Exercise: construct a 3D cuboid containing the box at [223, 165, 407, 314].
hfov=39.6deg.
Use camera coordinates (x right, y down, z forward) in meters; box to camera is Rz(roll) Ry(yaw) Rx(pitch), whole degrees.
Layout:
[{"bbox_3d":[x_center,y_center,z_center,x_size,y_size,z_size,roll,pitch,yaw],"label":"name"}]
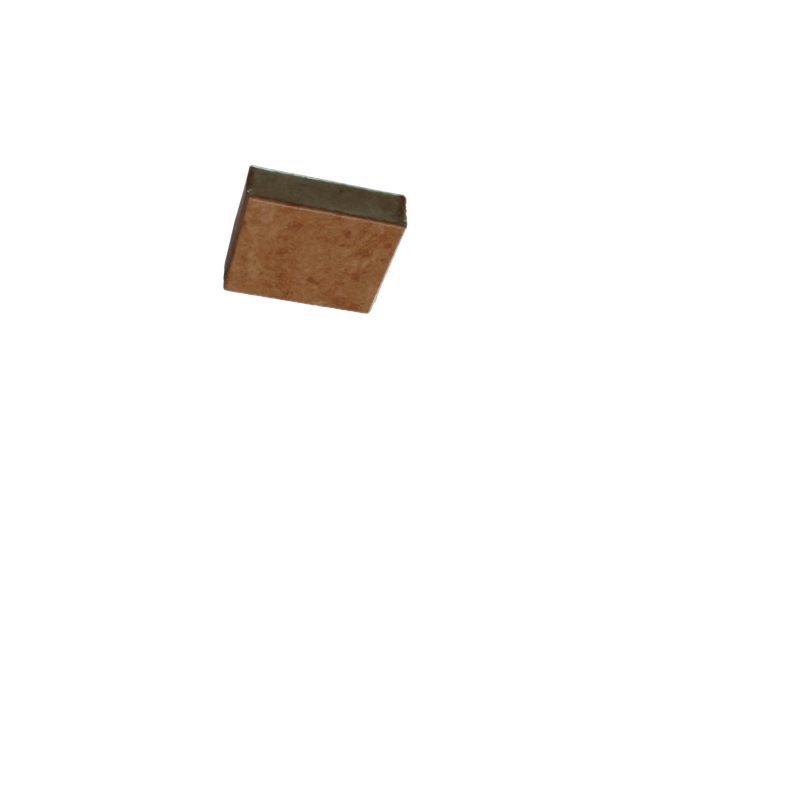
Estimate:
[{"bbox_3d":[-0.048,-0.088,0.614,0.088,0.032,0.069,9,-43,-11],"label":"box"}]
